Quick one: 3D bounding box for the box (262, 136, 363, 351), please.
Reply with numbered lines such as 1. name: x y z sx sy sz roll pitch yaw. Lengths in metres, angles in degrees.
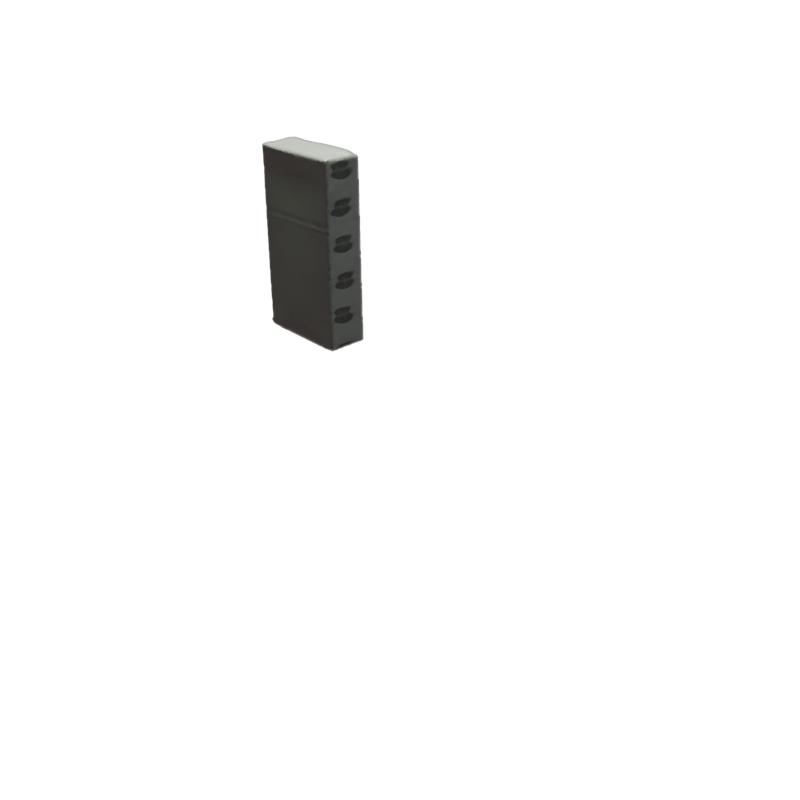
1. box: -0.078 -0.142 0.997 0.047 0.169 0.099 -14 25 -38
